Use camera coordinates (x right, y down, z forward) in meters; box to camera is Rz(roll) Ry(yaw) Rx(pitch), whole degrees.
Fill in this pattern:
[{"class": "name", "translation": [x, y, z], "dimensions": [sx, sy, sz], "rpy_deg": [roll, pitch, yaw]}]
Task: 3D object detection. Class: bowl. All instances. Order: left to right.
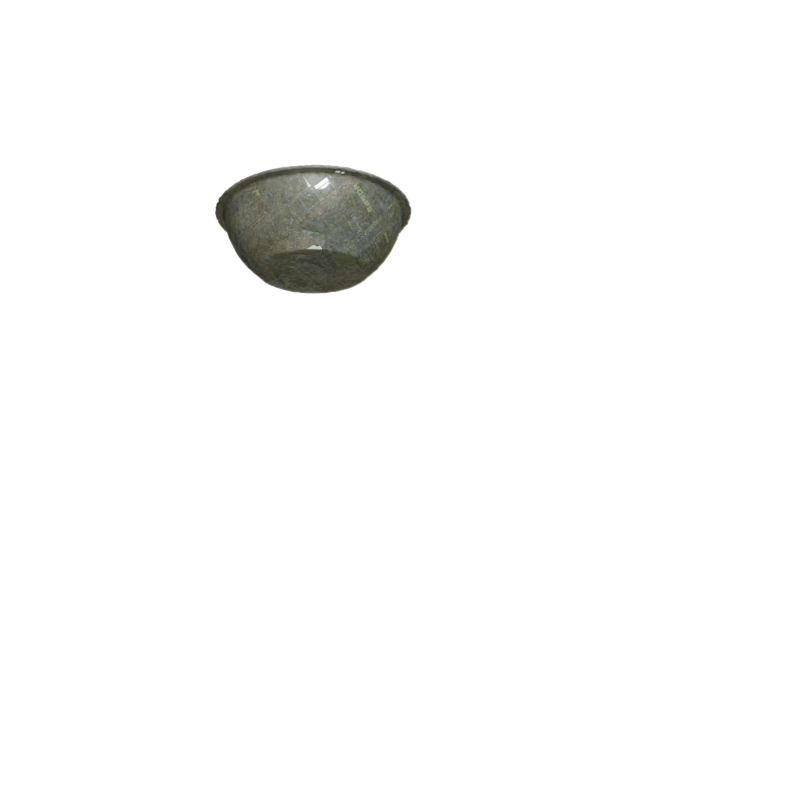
[{"class": "bowl", "translation": [-0.071, -0.129, 0.903], "dimensions": [0.162, 0.058, 0.154], "rpy_deg": [0, -19, -2]}]
